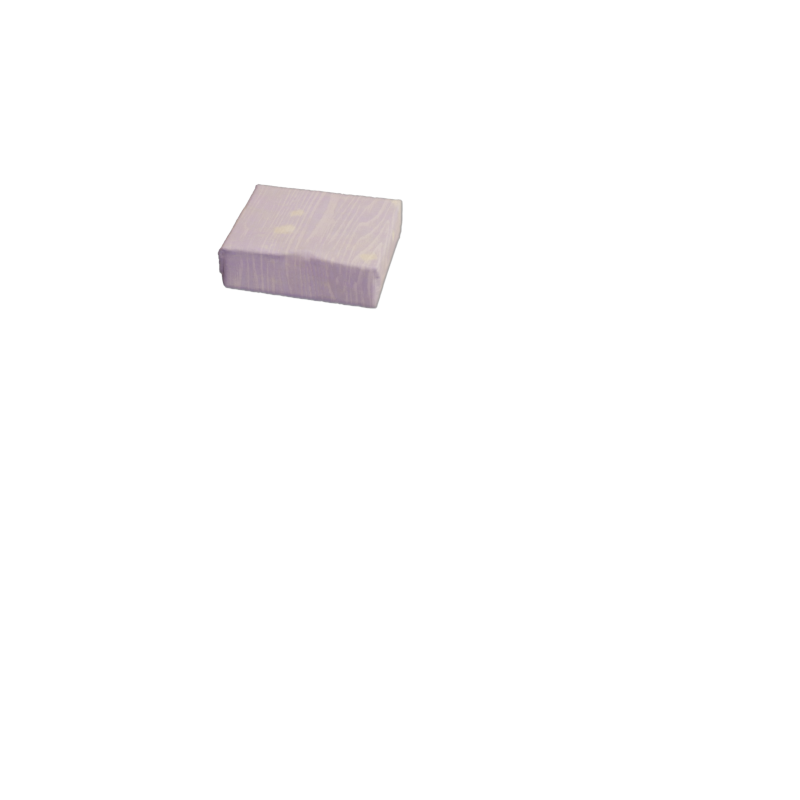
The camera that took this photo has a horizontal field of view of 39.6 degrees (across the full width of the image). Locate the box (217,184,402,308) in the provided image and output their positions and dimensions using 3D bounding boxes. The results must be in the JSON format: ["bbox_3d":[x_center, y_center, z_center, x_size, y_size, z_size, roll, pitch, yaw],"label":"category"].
[{"bbox_3d":[-0.049,-0.088,0.618,0.091,0.028,0.077,8,38,10],"label":"box"}]
